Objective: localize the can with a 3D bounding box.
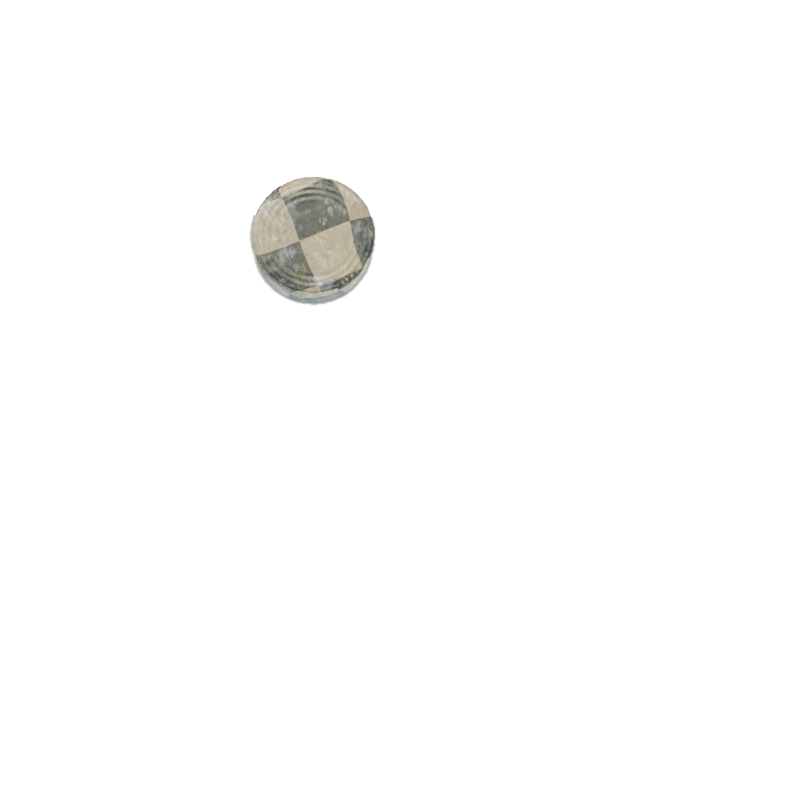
[{"bbox_3d":[-0.061,-0.112,0.783,0.086,0.089,0.032,-1,-17,-1],"label":"can"}]
